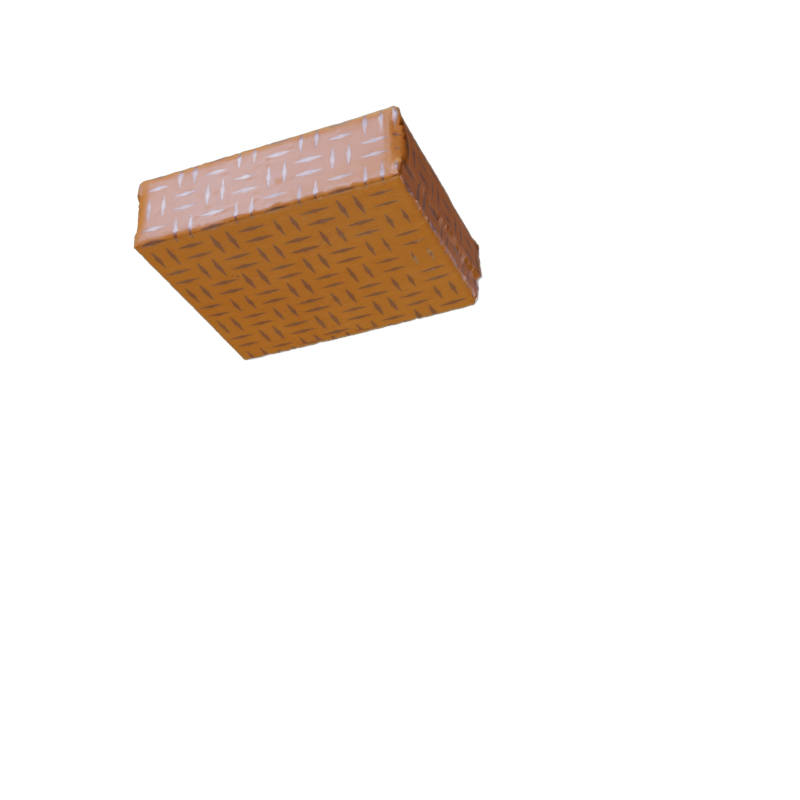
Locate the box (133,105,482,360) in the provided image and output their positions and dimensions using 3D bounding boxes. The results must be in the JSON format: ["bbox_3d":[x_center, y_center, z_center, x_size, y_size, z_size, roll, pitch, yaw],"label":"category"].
[{"bbox_3d":[-0.027,-0.050,0.352,0.090,0.032,0.067,-13,-34,20],"label":"box"}]
